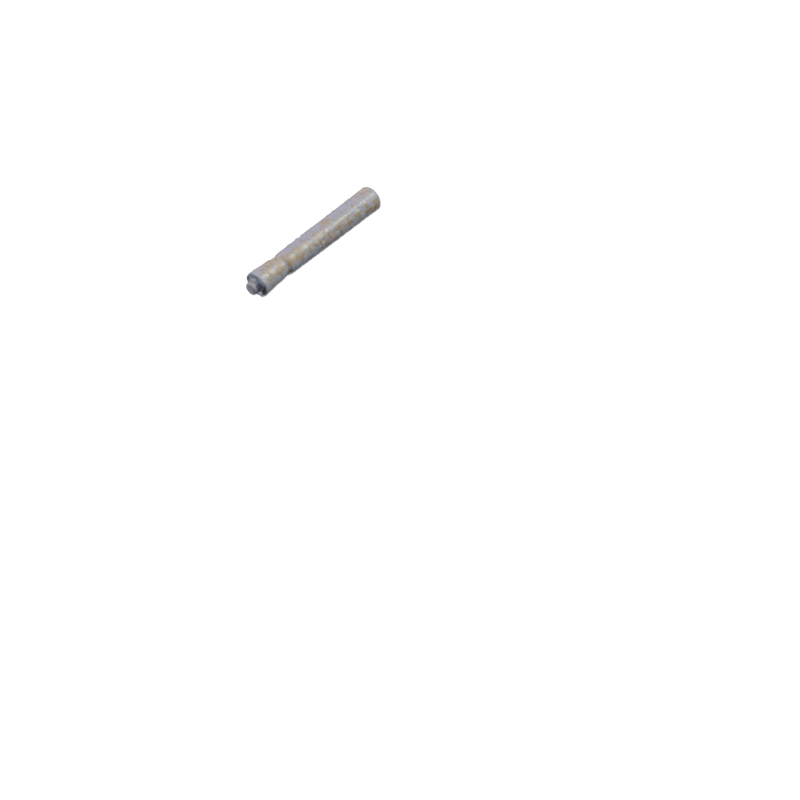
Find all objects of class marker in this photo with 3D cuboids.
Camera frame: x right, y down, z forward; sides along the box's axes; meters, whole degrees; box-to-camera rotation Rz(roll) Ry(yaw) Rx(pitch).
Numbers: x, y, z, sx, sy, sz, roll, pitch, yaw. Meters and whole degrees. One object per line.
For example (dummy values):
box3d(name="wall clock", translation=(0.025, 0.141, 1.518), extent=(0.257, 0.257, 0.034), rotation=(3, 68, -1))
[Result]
box3d(name="marker", translation=(-0.059, -0.108, 0.757), extent=(0.021, 0.019, 0.122), rotation=(4, 39, 50))
